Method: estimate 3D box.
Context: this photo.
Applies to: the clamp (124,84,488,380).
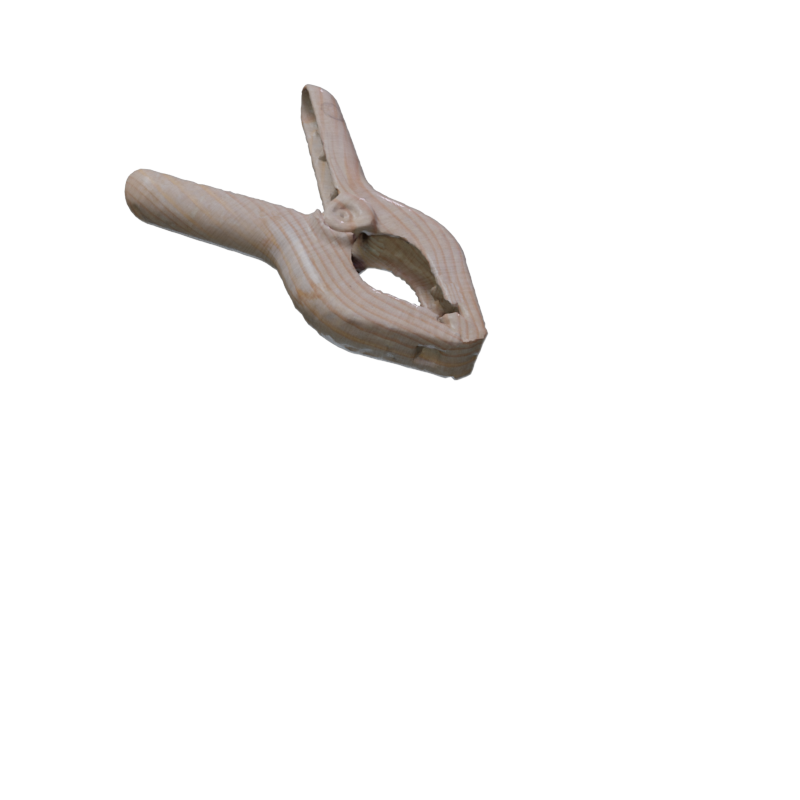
[{"bbox_3d":[-0.038,-0.070,0.488,0.120,0.184,0.037,-29,-32,-20],"label":"clamp"}]
